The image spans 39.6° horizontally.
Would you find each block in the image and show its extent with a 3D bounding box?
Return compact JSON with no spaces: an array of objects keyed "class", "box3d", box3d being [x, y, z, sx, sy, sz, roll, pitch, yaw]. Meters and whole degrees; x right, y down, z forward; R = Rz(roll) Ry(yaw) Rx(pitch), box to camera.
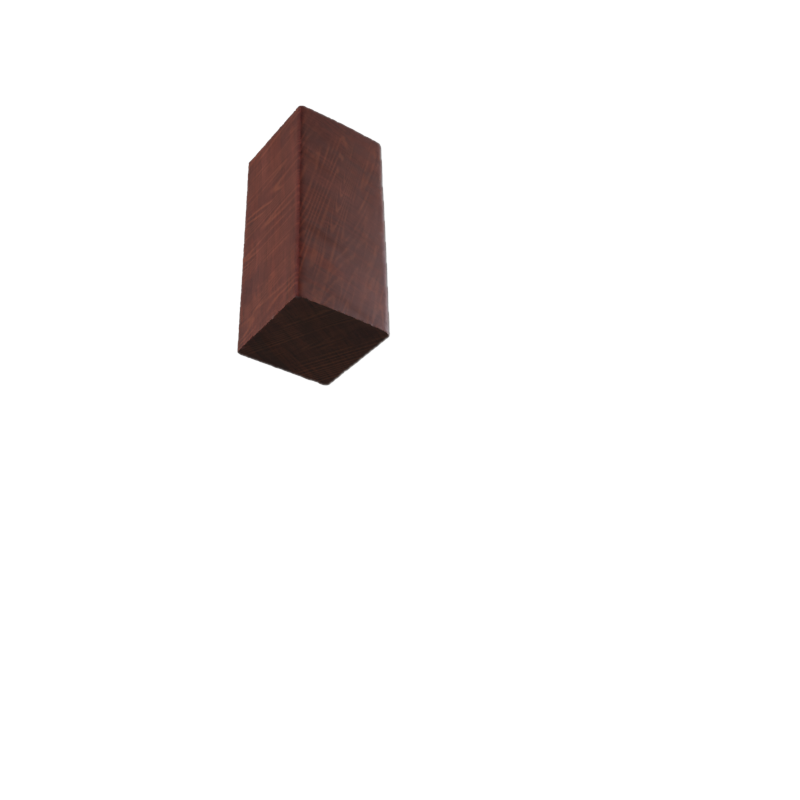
[{"class":"block","box3d":[-0.072,-0.132,0.923,0.086,0.221,0.089,22,-43,-29]}]
